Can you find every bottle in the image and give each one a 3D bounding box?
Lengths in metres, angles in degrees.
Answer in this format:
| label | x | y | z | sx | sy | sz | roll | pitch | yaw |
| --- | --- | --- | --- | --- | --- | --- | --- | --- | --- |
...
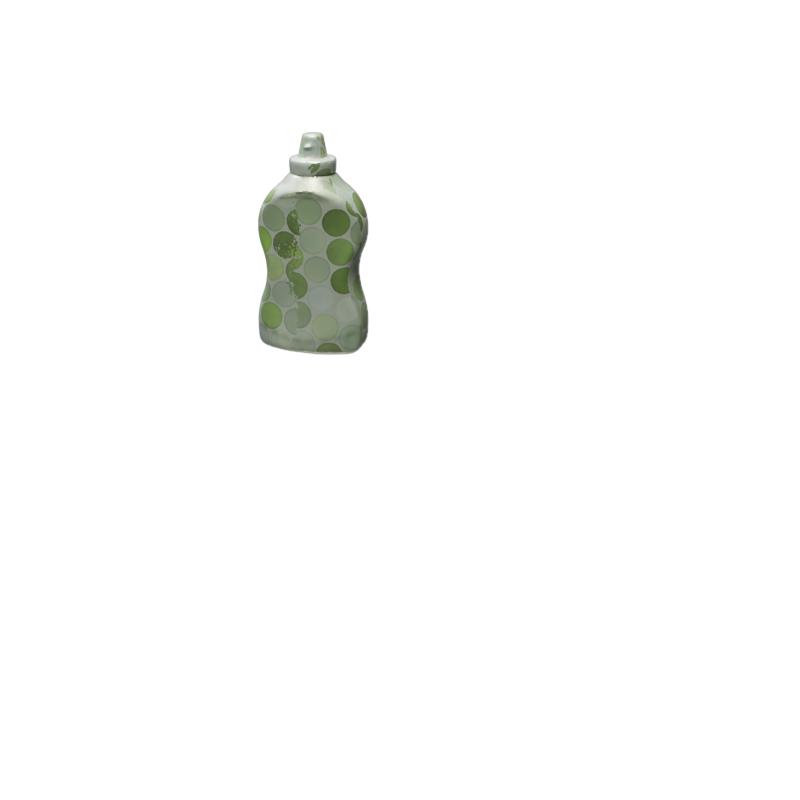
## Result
| label | x | y | z | sx | sy | sz | roll | pitch | yaw |
| --- | --- | --- | --- | --- | --- | --- | --- | --- | --- |
| bottle | -0.076 | -0.138 | 0.970 | 0.099 | 0.185 | 0.059 | 6 | 17 | 17 |
